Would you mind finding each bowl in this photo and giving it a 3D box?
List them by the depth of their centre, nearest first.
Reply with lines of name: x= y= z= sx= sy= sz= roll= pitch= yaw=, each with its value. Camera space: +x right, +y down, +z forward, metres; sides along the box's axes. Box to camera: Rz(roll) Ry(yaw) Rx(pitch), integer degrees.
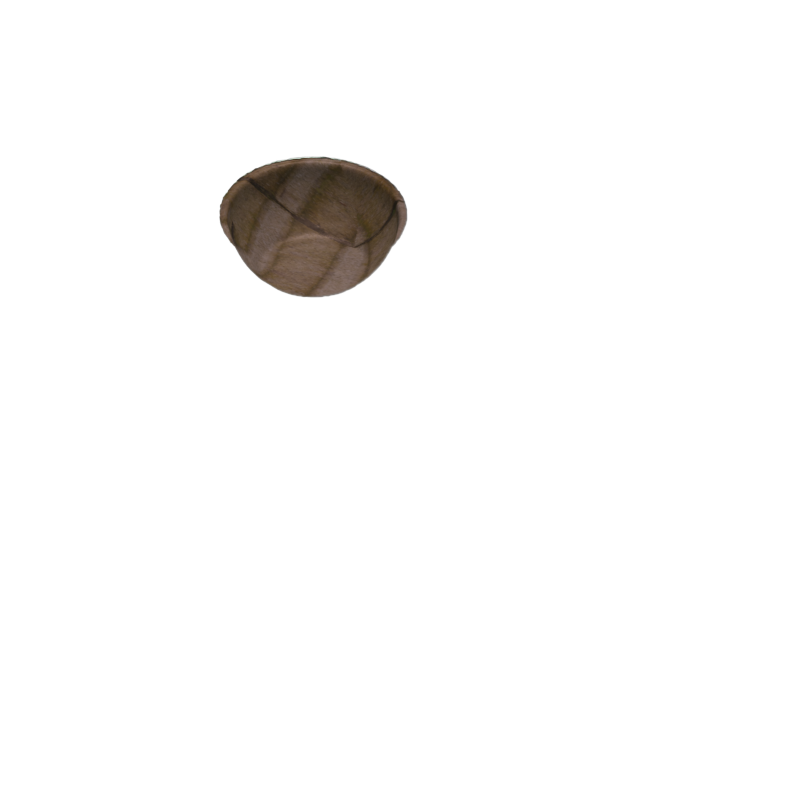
bowl: x=-0.073 y=-0.134 z=0.938 sx=0.162 sy=0.059 sz=0.152 roll=1 pitch=-31 yaw=-2
